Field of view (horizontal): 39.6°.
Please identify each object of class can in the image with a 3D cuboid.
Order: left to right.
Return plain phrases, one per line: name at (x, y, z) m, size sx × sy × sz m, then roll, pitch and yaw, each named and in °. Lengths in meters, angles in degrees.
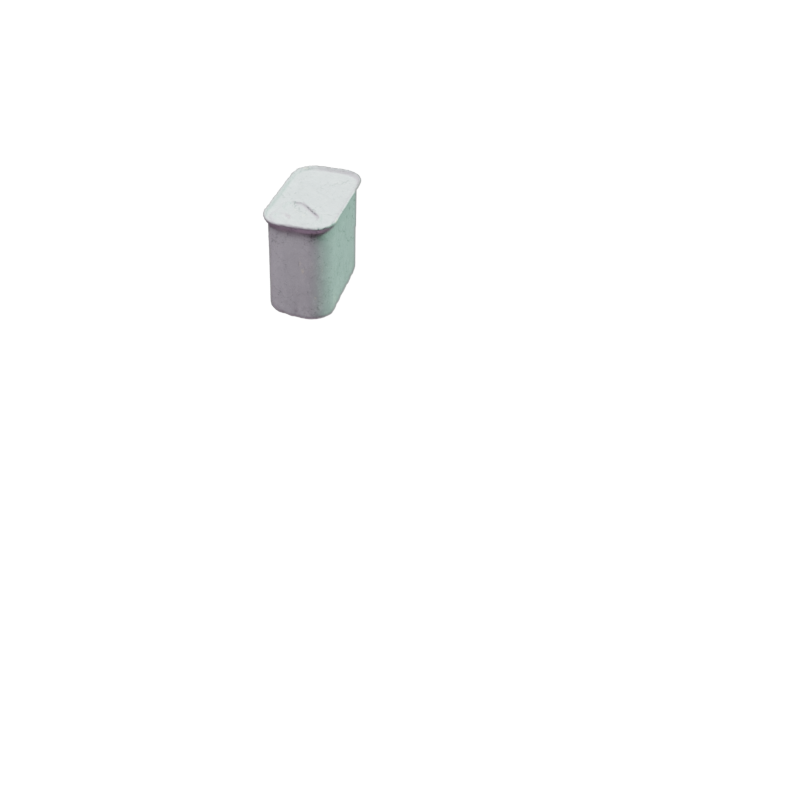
can at (-0.068, -0.125, 0.874) m, size 0.059 × 0.079 × 0.106 m, roll 9°, pitch 35°, yaw 11°
